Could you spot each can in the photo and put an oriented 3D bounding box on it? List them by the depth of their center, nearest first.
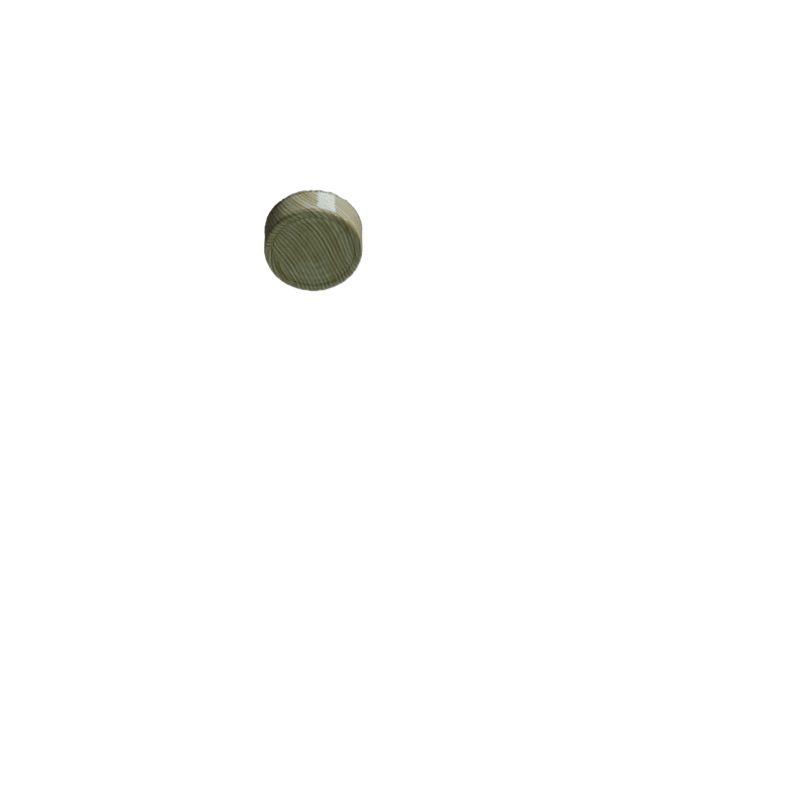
[{"bbox_3d":[-0.075,-0.136,0.955,0.086,0.080,0.036,1,37,-1],"label":"can"}]
